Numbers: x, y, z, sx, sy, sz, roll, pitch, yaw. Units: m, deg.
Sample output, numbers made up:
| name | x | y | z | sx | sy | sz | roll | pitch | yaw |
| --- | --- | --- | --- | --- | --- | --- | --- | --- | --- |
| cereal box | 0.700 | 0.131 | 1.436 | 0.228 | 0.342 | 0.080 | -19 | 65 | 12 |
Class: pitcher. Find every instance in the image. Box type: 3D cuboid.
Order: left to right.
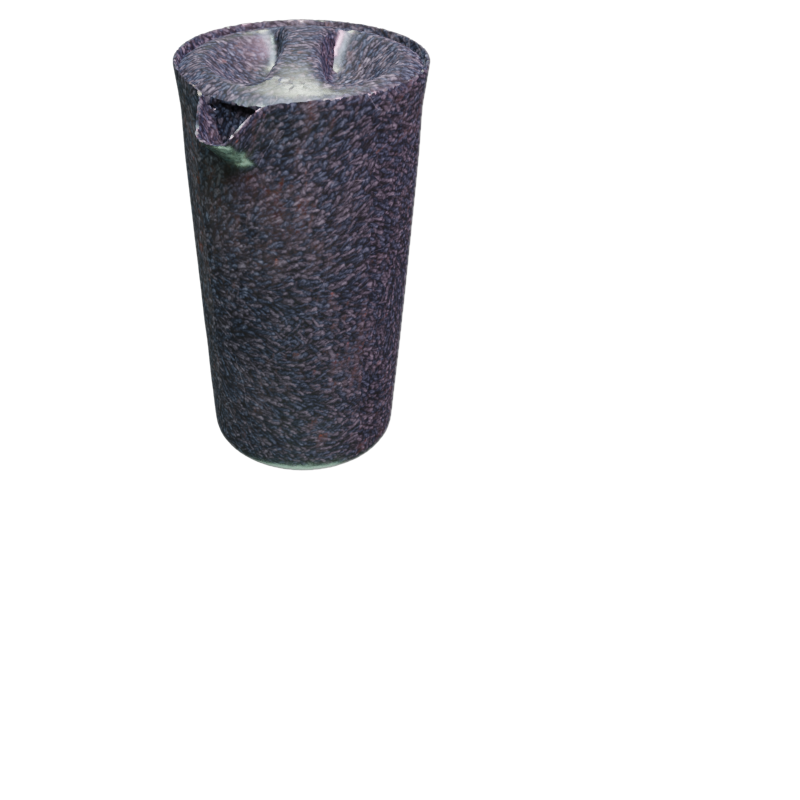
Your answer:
| name | x | y | z | sx | sy | sz | roll | pitch | yaw |
| --- | --- | --- | --- | --- | --- | --- | --- | --- | --- |
| pitcher | -0.050 | -0.091 | 0.636 | 0.147 | 0.228 | 0.156 | -8 | 33 | -16 |
